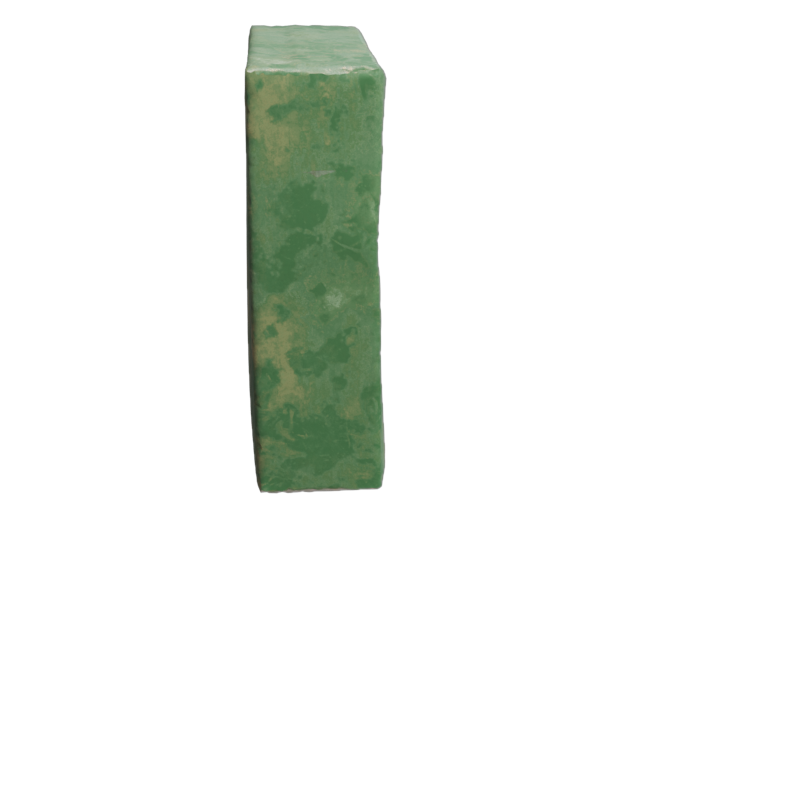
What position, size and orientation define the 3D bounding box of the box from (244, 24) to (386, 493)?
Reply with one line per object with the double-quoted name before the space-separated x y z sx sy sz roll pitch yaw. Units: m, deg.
"box" -0.047 -0.085 0.595 0.071 0.205 0.173 -1 21 -6
